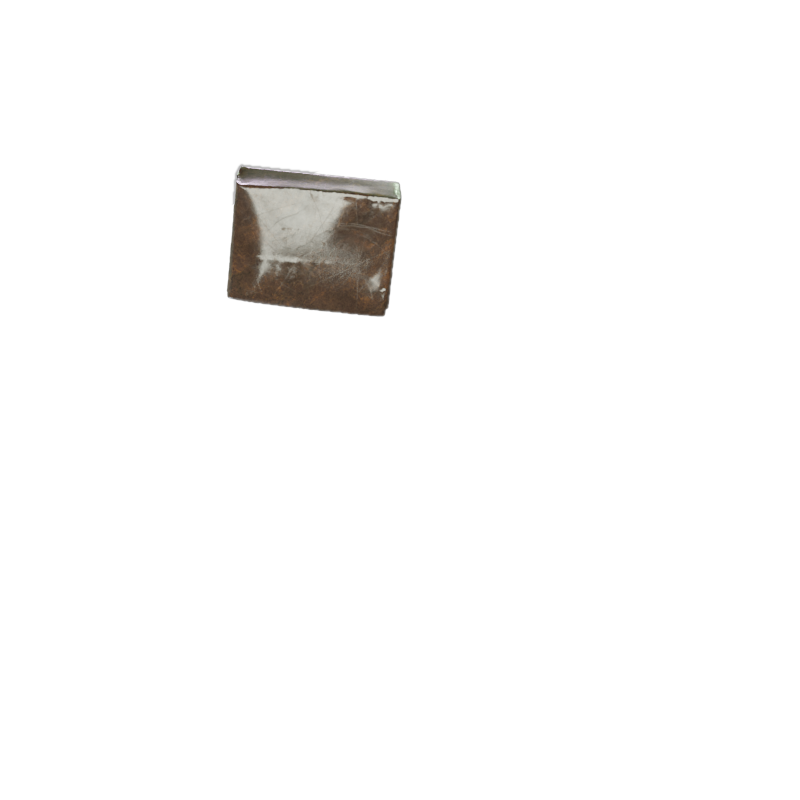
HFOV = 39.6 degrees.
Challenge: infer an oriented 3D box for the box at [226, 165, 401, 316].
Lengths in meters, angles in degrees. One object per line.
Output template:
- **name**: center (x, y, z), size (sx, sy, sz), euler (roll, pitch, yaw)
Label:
- **box**: center (-0.060, -0.108, 0.761), size (0.113, 0.086, 0.041), euler (6, 24, -3)
